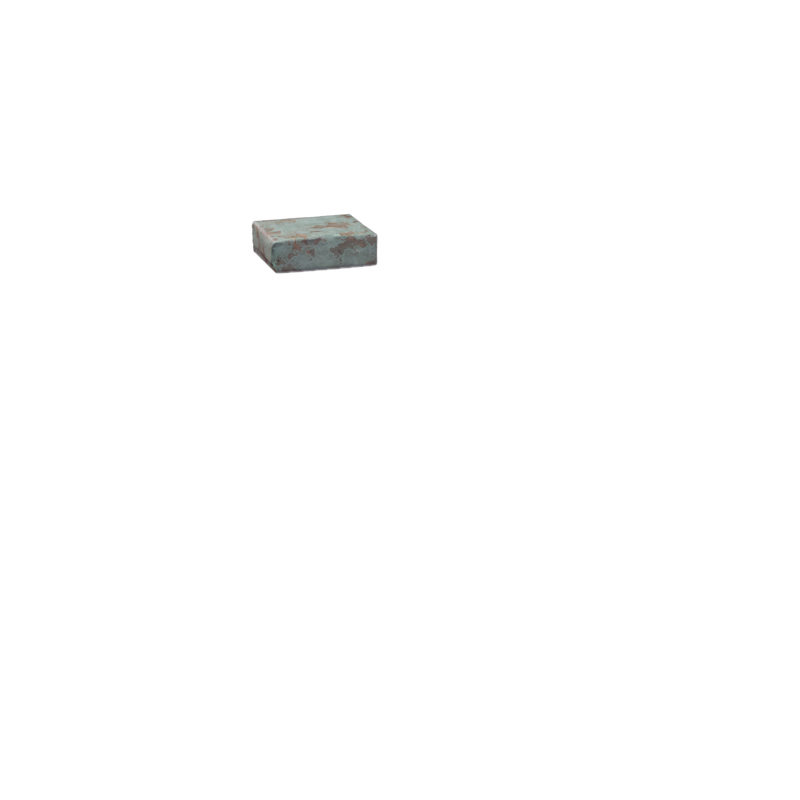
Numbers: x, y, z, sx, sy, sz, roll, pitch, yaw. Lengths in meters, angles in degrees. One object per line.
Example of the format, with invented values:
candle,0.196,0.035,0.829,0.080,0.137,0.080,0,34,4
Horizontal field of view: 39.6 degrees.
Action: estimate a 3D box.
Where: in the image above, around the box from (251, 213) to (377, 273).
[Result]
box,-0.072,-0.130,0.913,0.088,0.029,0.077,-7,22,-17
